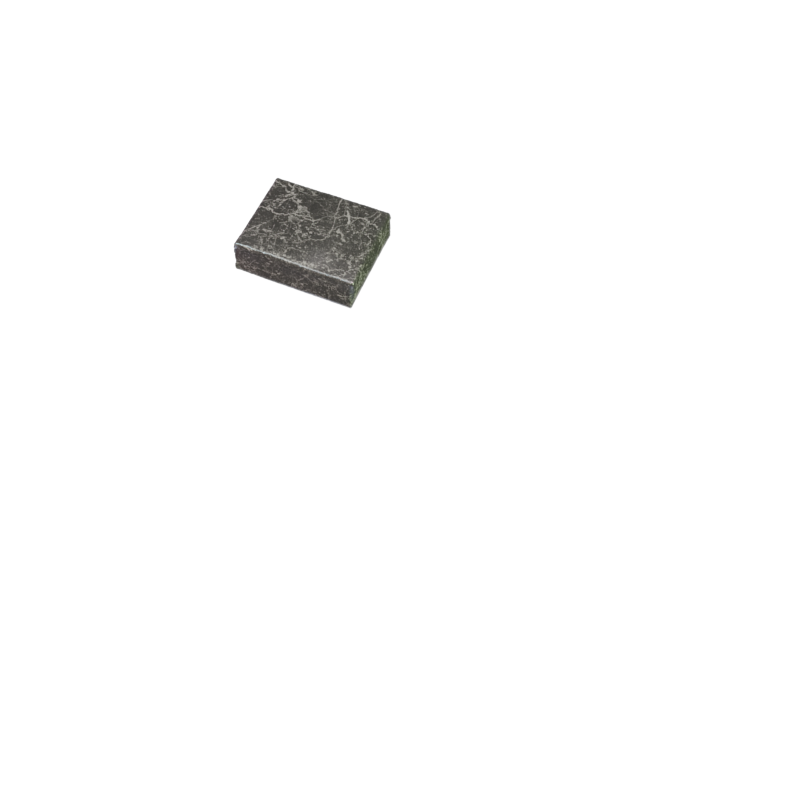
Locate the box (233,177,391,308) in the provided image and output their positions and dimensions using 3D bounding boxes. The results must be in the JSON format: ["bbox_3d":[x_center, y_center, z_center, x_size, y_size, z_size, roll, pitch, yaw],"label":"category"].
[{"bbox_3d":[-0.076,-0.138,0.965,0.117,0.094,0.036,17,-38,14],"label":"box"}]
